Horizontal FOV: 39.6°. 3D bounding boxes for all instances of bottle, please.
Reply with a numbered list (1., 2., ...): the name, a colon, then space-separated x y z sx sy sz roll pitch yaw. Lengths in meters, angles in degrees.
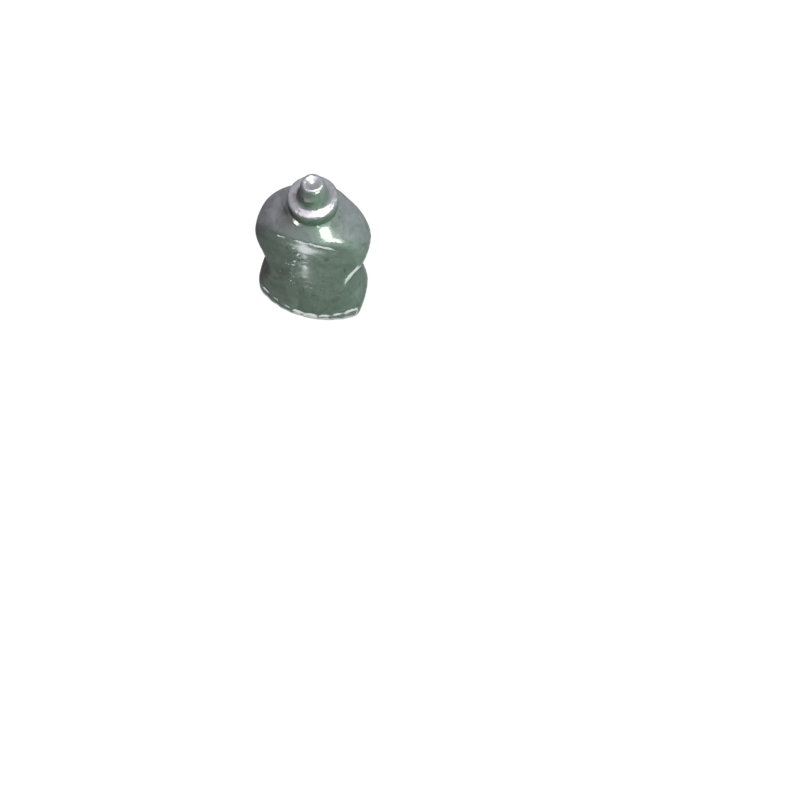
1. bottle: -0.074 -0.133 0.938 0.097 0.061 0.181 17 -23 4
